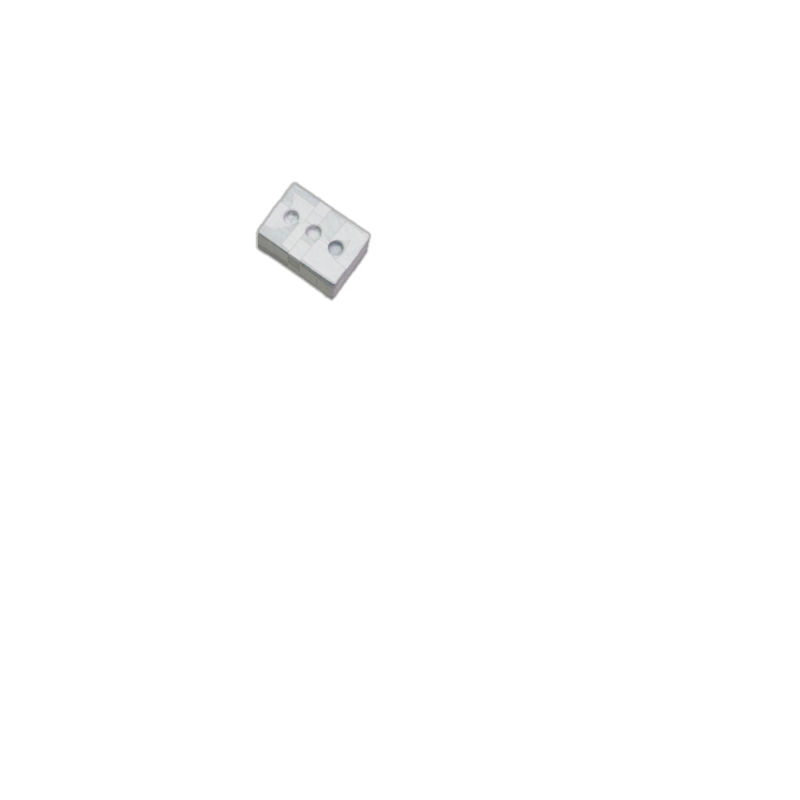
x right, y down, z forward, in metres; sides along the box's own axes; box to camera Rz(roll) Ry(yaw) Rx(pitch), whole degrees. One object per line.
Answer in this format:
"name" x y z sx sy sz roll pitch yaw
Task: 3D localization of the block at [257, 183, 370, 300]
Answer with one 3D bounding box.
"block" -0.070 -0.128 0.898 0.080 0.053 0.049 34 -13 8
